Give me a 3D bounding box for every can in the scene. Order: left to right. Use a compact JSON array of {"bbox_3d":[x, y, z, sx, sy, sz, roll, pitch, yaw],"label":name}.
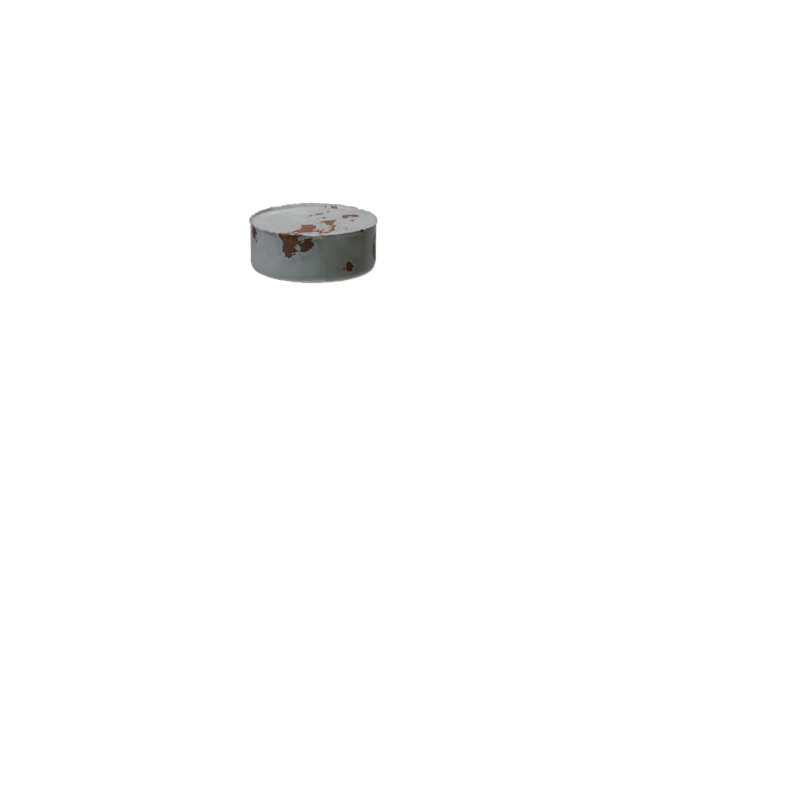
[{"bbox_3d":[-0.058,-0.106,0.744,0.086,0.032,0.090,-1,22,-2],"label":"can"}]
